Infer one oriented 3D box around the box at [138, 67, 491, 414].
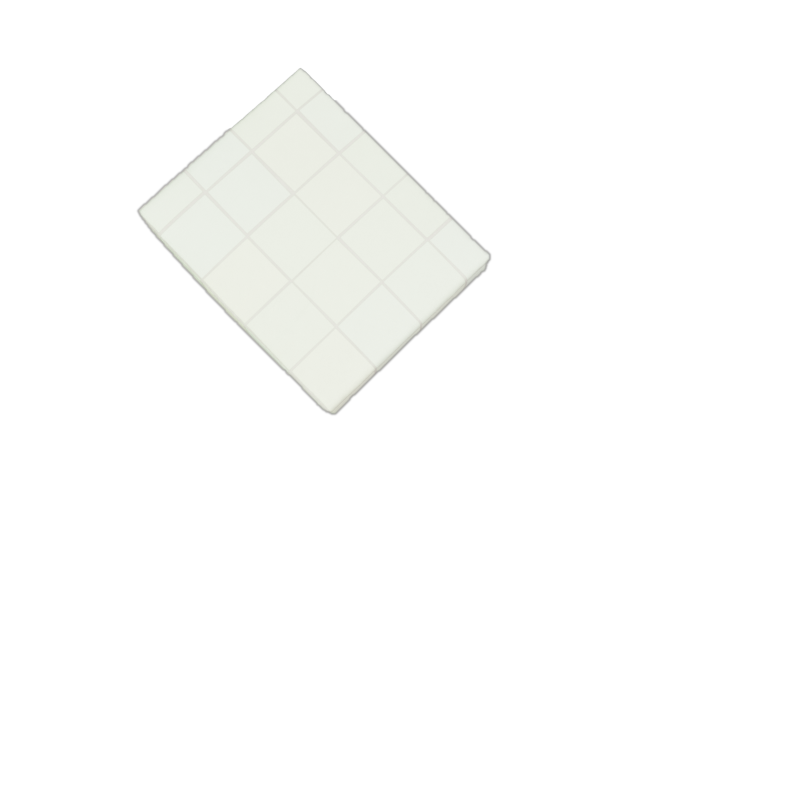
[{"bbox_3d":[-0.035,-0.064,0.450,0.090,0.116,0.038,-43,-7,-8],"label":"box"}]
